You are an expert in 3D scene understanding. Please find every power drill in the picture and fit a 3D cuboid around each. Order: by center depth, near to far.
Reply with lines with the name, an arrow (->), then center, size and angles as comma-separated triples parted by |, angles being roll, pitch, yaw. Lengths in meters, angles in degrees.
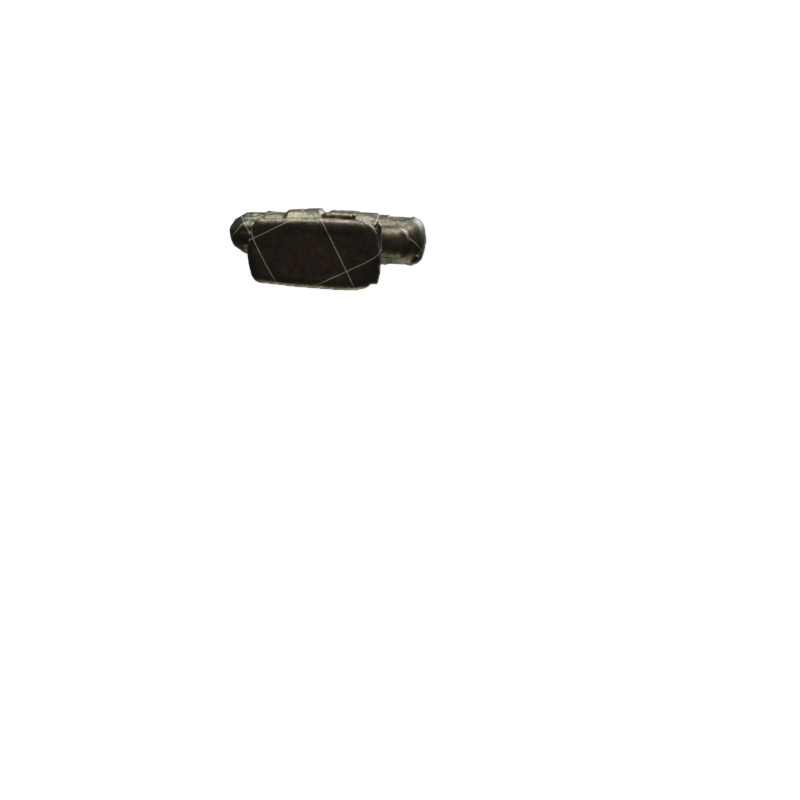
power drill -> -0.076, -0.138, 0.965 | 0.187, 0.056, 0.190 | 2, 14, 8
